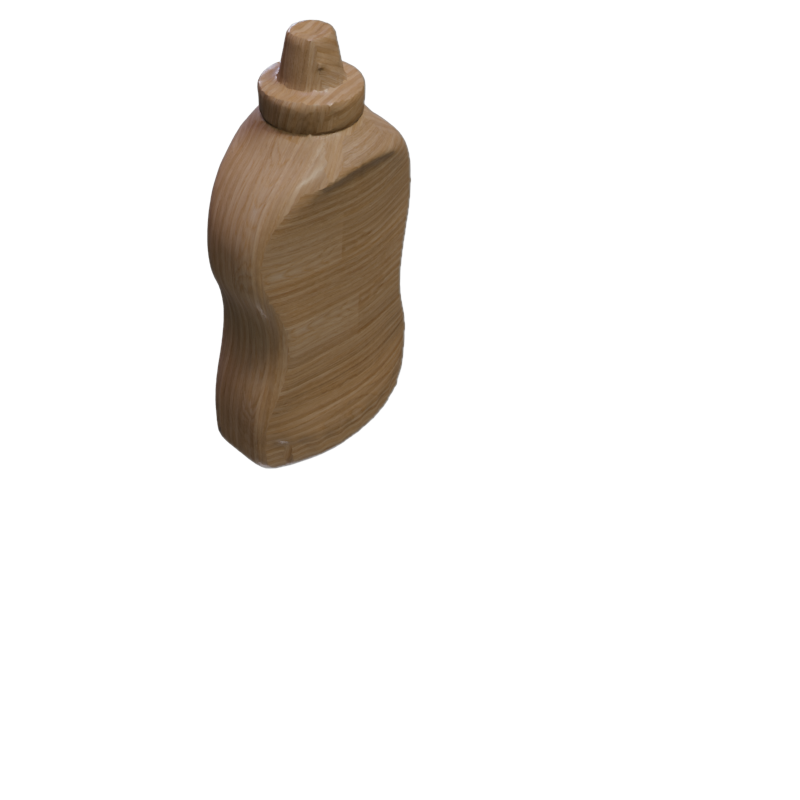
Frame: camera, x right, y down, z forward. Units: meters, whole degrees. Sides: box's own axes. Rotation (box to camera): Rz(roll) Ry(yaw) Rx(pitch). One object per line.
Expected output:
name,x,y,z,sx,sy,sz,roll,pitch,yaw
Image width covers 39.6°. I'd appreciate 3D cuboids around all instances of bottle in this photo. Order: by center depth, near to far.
bottle,-0.036,-0.066,0.460,0.062,0.179,0.096,33,48,31
